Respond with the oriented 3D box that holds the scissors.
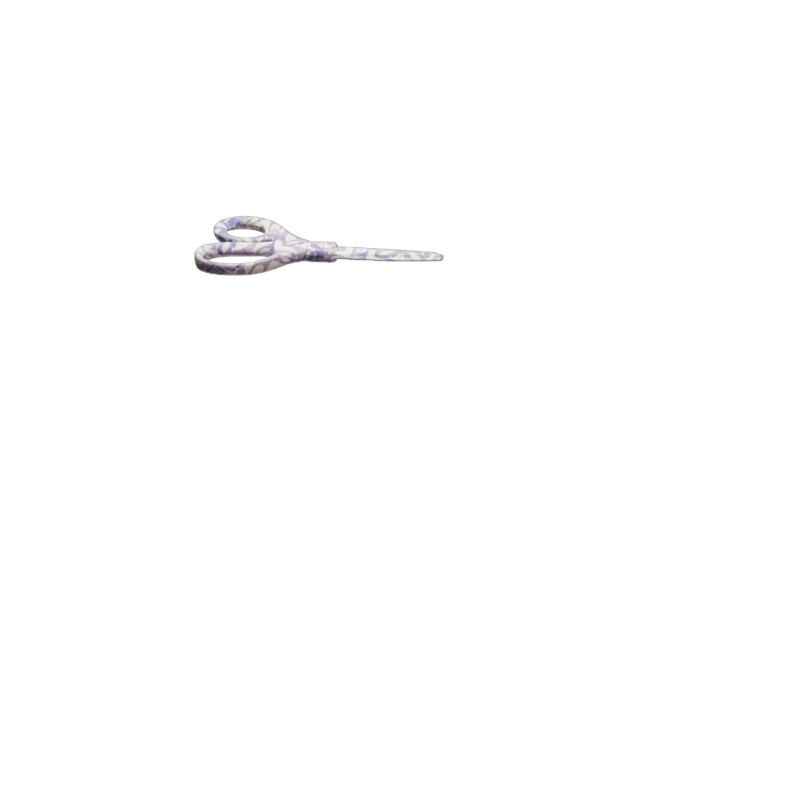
[{"bbox_3d":[-0.073,-0.133,0.934,0.200,0.015,0.103,-6,35,-9],"label":"scissors"}]
